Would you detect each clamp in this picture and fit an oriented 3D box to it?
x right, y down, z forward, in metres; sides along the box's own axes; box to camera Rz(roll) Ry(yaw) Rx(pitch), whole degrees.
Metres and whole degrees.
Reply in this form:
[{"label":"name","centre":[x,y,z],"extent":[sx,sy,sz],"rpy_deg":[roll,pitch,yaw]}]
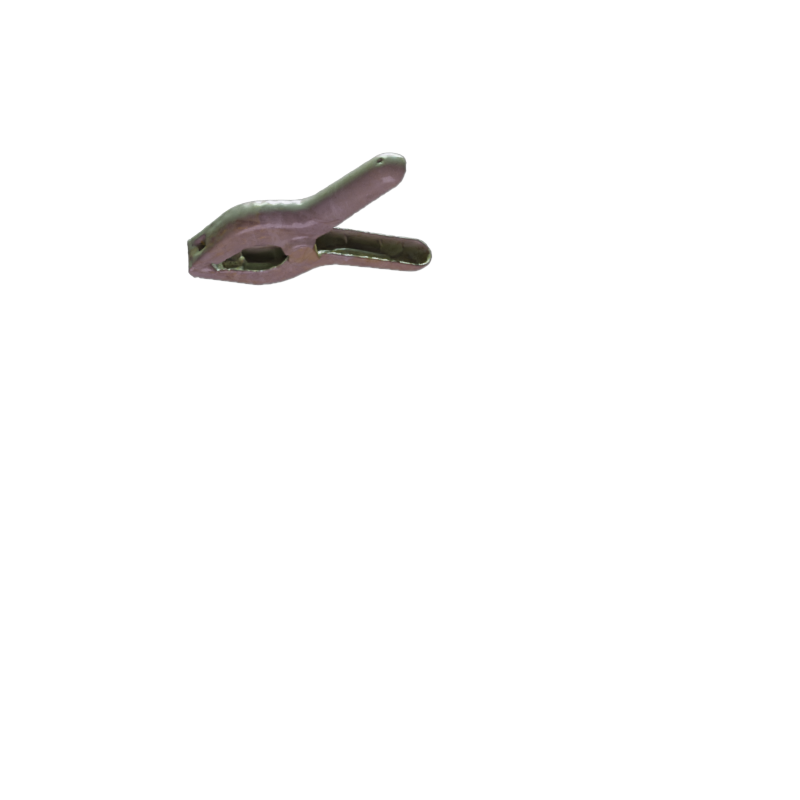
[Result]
[{"label":"clamp","centre":[-0.061,-0.110,0.773],"extent":[0.173,0.042,0.111],"rpy_deg":[-13,-38,17]}]
